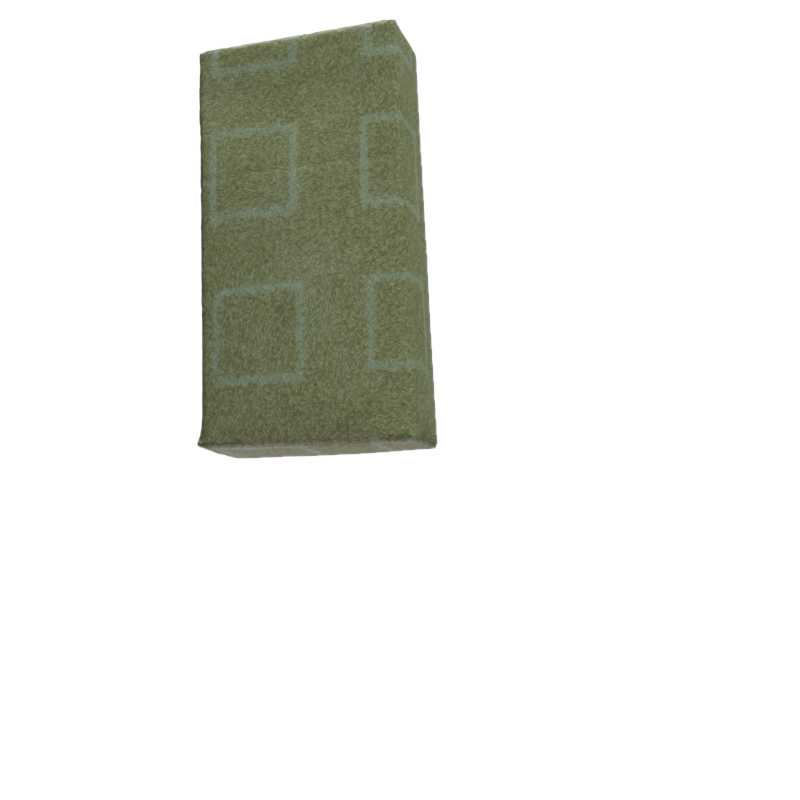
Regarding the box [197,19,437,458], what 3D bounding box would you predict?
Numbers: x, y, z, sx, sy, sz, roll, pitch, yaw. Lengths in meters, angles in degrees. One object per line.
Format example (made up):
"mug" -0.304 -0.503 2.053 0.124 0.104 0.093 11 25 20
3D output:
"box" -0.037 -0.067 0.471 0.095 0.183 0.045 -6 -17 17
